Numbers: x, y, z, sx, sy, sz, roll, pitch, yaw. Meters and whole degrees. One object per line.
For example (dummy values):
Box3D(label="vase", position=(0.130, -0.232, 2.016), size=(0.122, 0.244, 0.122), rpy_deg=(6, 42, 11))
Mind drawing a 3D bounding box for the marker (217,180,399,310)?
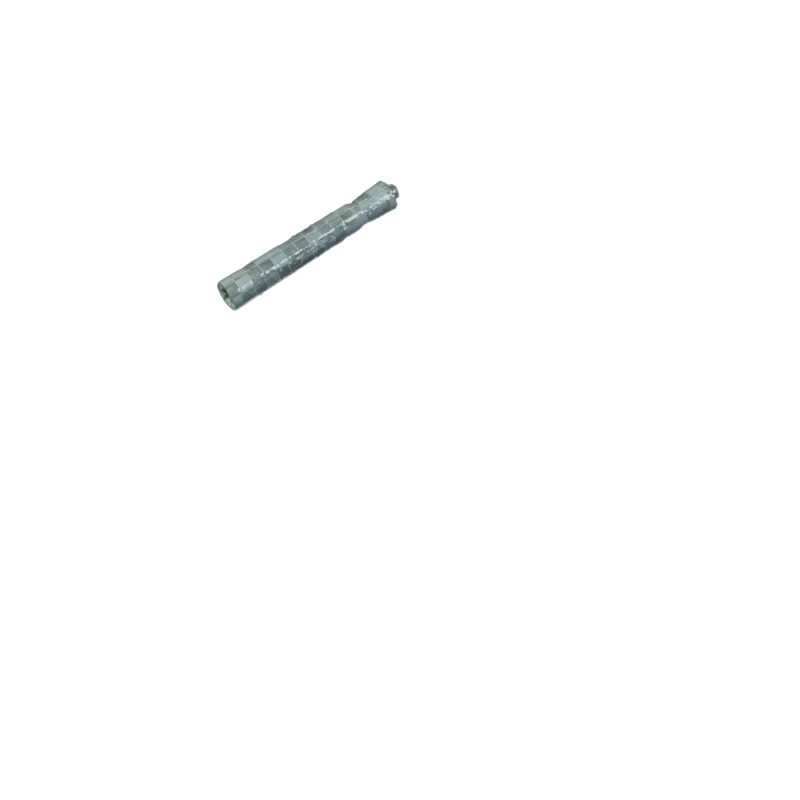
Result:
Box3D(label="marker", position=(-0.049, -0.090, 0.629), size=(0.121, 0.019, 0.020), rpy_deg=(-35, 18, -20))
